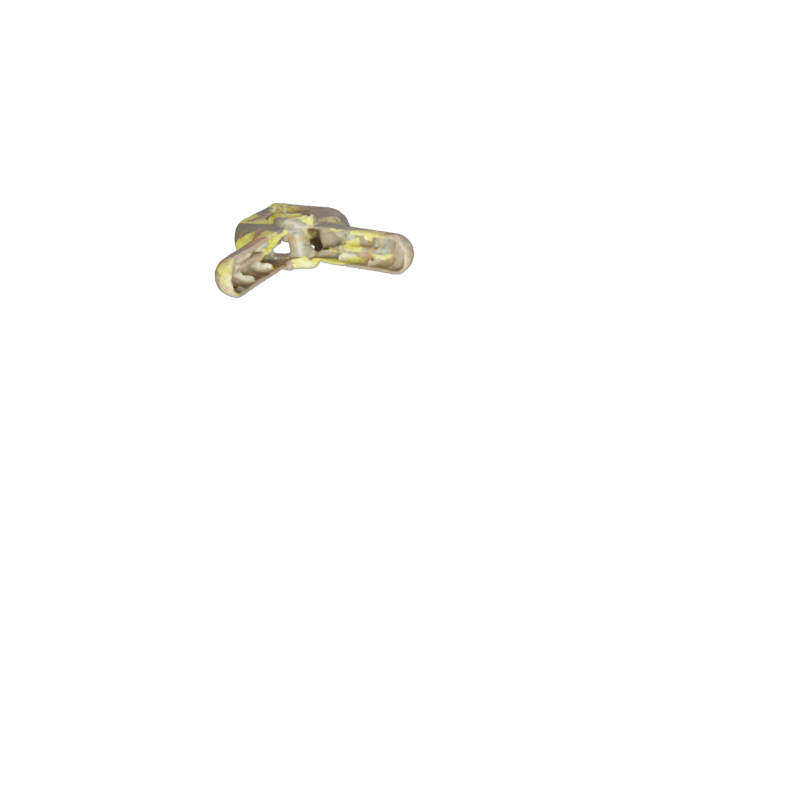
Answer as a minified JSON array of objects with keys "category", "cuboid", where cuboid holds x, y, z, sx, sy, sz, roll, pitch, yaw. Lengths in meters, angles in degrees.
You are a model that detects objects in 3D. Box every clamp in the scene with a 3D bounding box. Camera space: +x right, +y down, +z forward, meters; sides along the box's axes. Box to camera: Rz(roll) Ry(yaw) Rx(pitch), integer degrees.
[{"category":"clamp","cuboid":[-0.057,-0.104,0.730,0.120,0.038,0.179,-1,22,-4]}]
